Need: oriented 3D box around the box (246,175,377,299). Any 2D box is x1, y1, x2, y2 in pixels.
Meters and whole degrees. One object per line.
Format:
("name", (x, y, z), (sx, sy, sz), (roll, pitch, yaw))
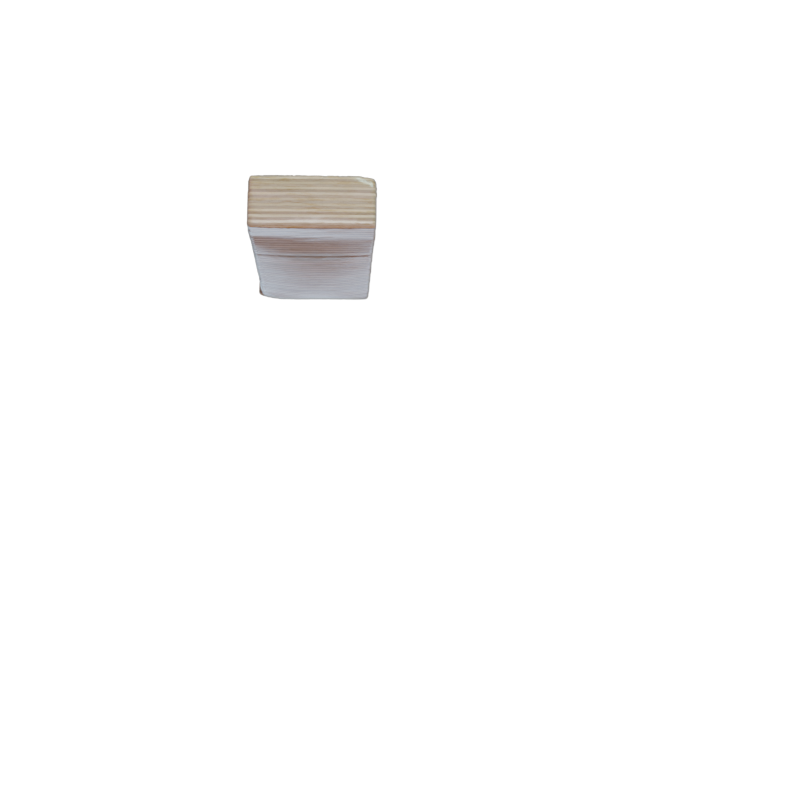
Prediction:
("box", (-0.067, -0.123, 0.858), (0.093, 0.050, 0.169), (1, -15, -3))
